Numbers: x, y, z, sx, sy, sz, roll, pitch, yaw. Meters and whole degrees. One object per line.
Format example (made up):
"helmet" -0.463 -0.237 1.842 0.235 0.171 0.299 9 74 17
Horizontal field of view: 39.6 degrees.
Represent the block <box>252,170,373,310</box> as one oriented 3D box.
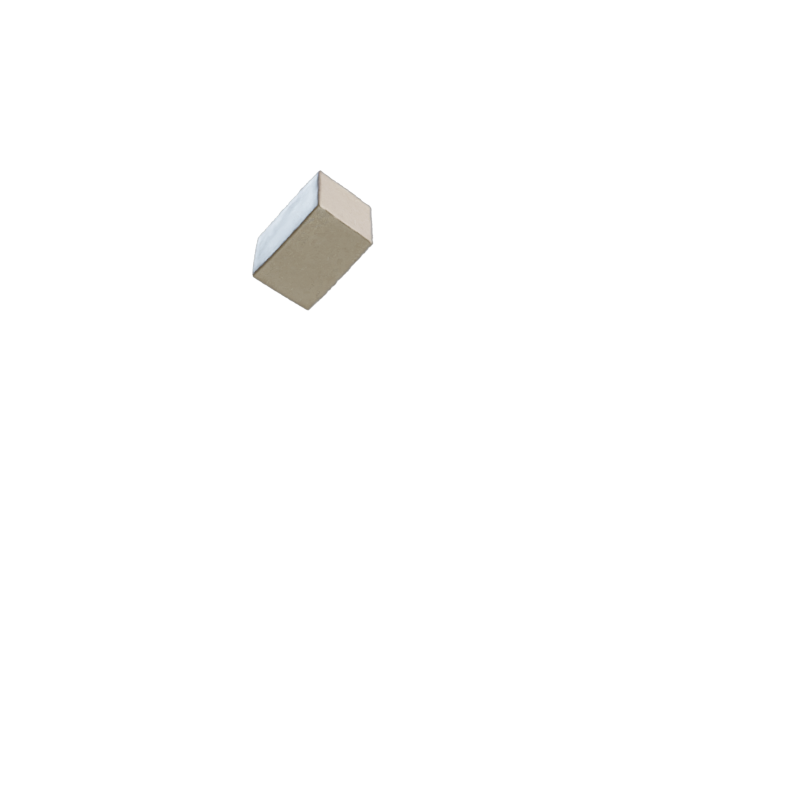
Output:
"block" -0.063 -0.116 0.809 0.050 0.077 0.055 35 27 -24
